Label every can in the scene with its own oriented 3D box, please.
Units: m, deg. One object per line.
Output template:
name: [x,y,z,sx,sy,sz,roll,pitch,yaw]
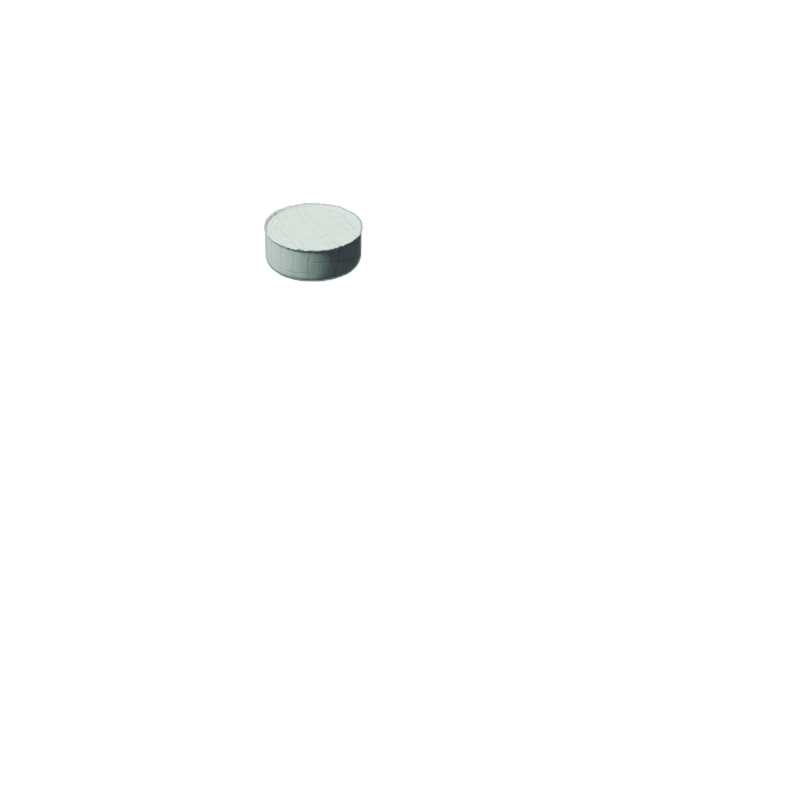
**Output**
can: [-0.076,-0.138,0.970,0.086,0.031,0.092,-1,35,-2]
